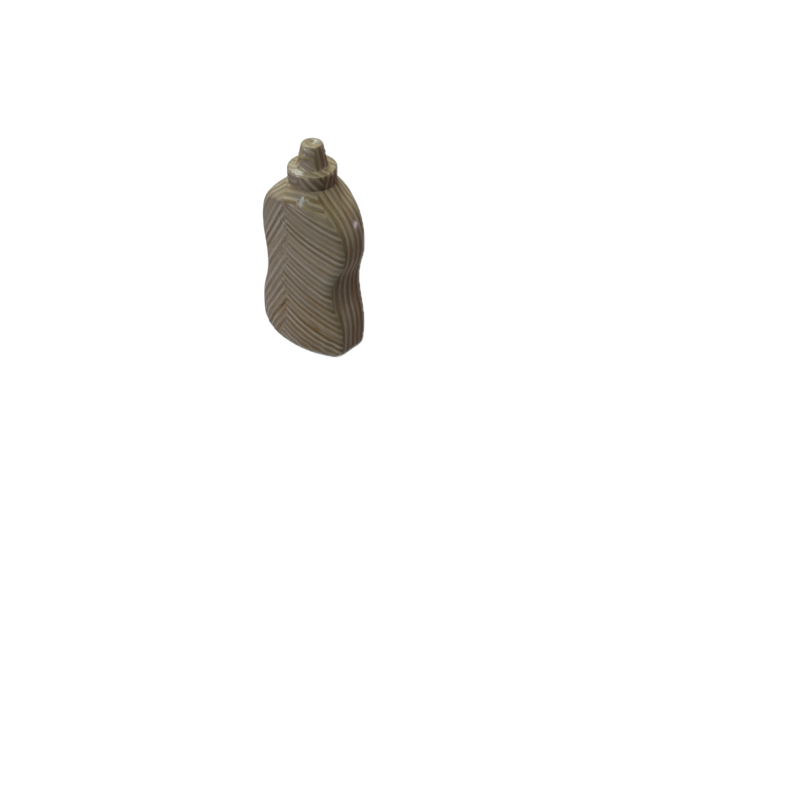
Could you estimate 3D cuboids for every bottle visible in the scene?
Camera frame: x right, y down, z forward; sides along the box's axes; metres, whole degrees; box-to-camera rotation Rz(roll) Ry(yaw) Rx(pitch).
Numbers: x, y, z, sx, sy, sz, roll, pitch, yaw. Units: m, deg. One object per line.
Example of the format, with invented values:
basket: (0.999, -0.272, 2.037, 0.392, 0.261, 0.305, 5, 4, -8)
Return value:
bottle: (-0.073, -0.133, 0.931, 0.102, 0.179, 0.058, 32, 46, 32)
